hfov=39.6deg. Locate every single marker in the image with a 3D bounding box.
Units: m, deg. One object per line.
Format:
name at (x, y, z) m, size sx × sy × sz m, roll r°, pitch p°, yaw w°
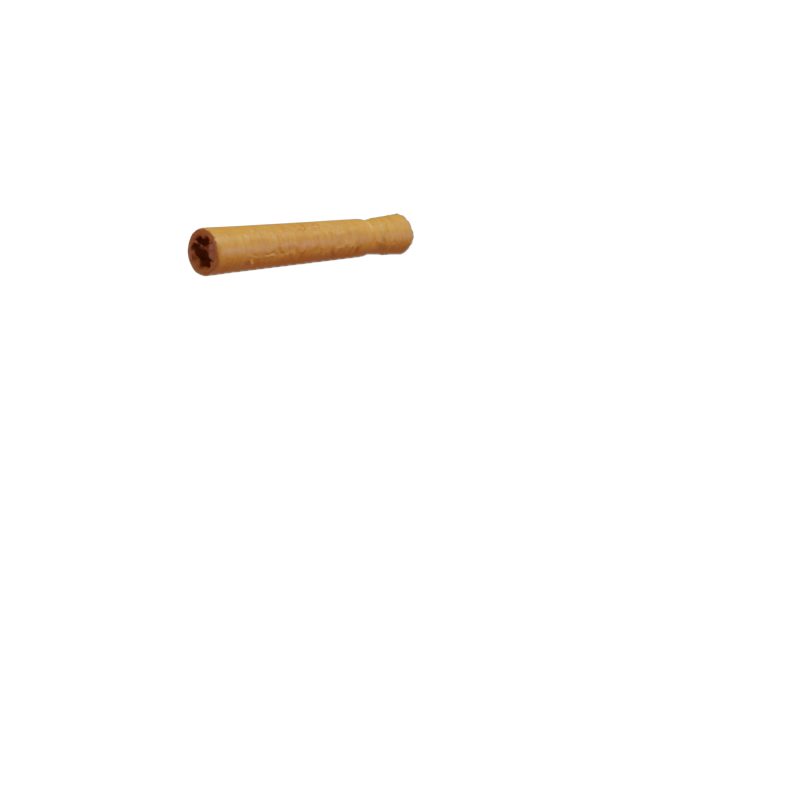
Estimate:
marker at (-0.037, -0.067, 0.467) m, size 0.021 × 0.019 × 0.118 m, roll 4°, pitch 12°, yaw 42°
